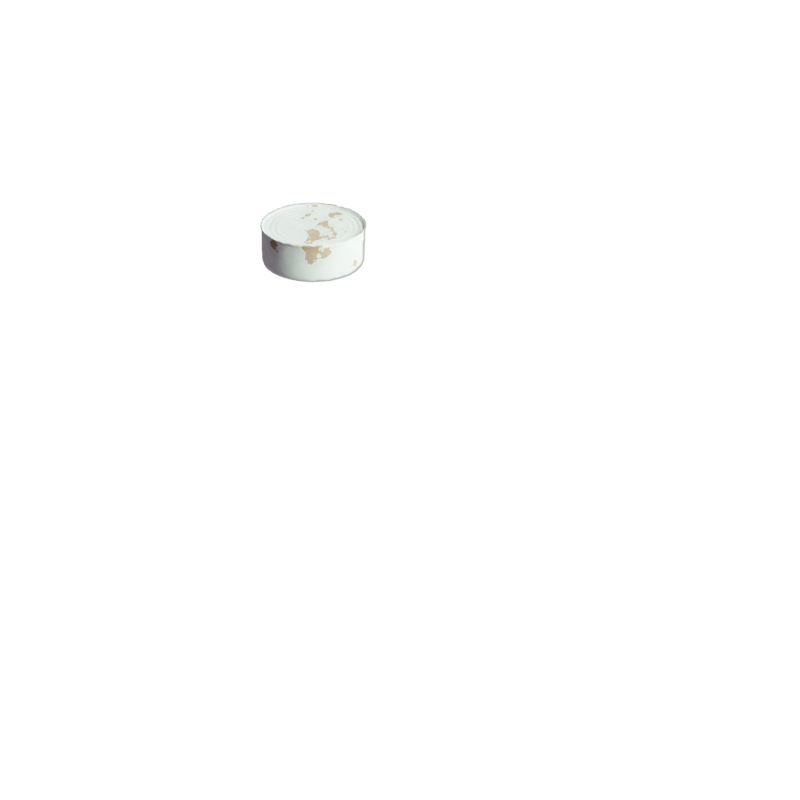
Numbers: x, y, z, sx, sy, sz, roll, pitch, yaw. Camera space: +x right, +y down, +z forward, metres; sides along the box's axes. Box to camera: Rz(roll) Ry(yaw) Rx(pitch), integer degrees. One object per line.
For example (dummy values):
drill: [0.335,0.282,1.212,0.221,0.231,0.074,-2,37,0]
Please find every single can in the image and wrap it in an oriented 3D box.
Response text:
can: [-0.071,-0.129,0.905,0.086,0.032,0.091,-1,31,-2]
